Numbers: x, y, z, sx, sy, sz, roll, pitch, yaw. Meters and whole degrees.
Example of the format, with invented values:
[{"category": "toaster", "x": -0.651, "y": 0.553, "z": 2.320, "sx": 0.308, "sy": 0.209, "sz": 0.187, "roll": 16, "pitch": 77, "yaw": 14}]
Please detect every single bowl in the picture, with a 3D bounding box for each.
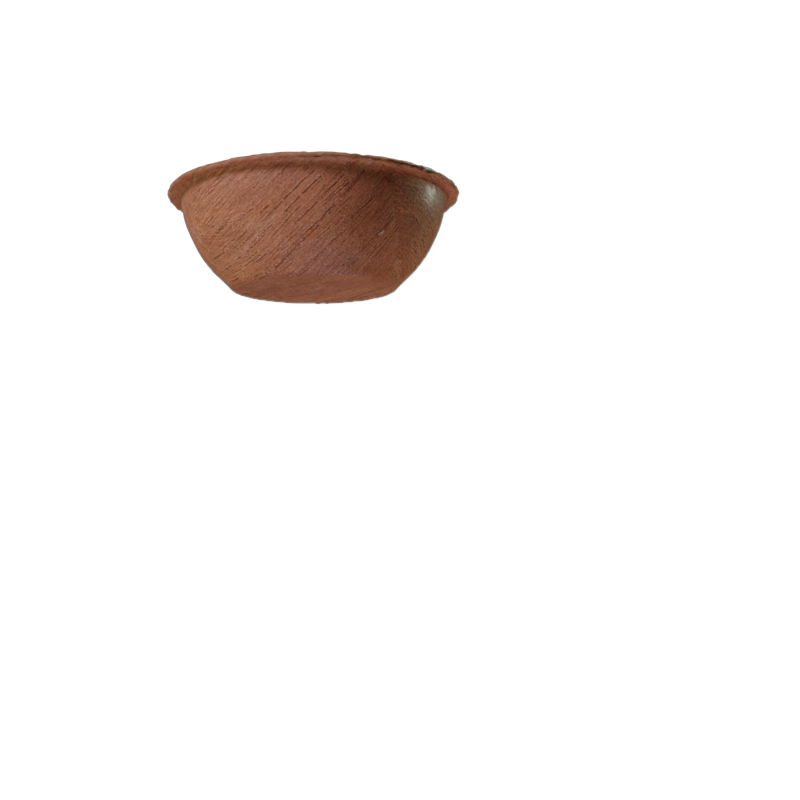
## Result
[{"category": "bowl", "x": -0.048, "y": -0.088, "z": 0.613, "sx": 0.162, "sy": 0.056, "sz": 0.159, "roll": 0, "pitch": -6, "yaw": -2}]
